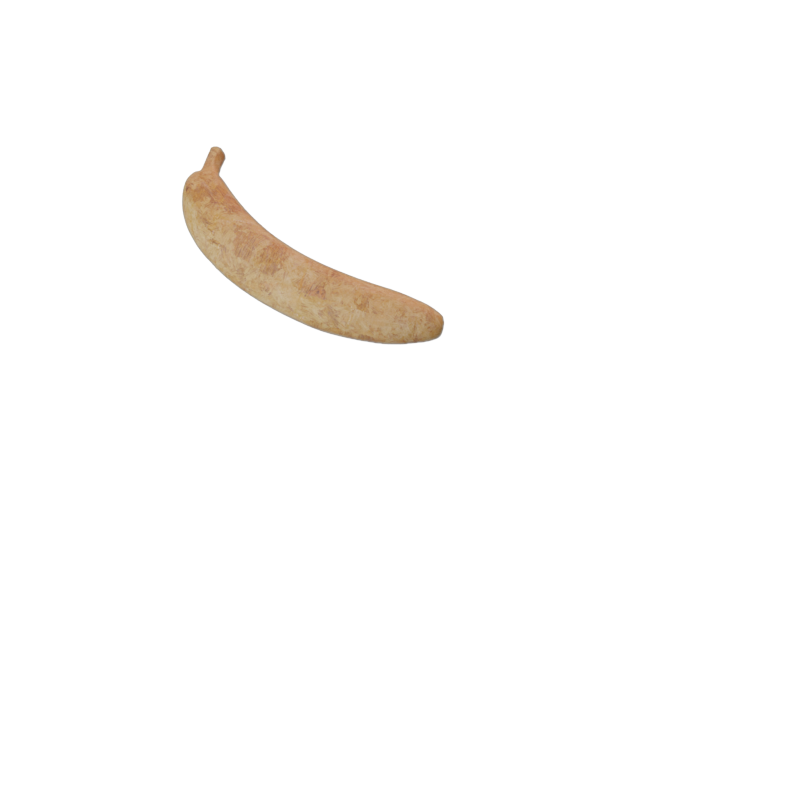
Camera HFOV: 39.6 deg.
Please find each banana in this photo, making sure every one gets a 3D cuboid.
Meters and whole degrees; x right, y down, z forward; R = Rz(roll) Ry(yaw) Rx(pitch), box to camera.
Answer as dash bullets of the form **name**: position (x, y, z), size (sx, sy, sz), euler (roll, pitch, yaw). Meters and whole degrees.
- **banana**: position (-0.067, -0.085, 0.660), size (0.208, 0.070, 0.034), euler (40, -23, 21)
